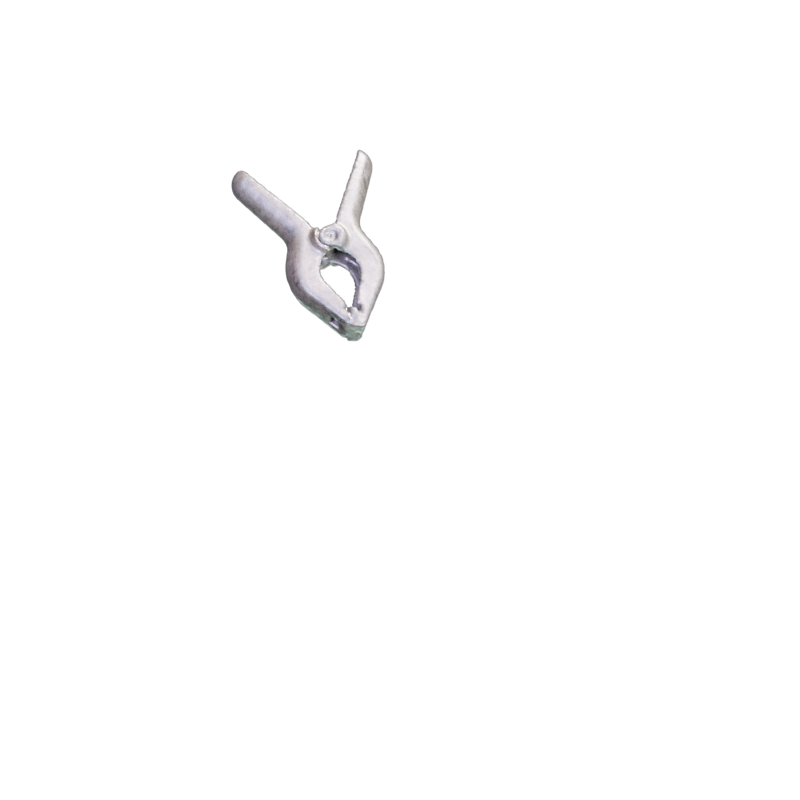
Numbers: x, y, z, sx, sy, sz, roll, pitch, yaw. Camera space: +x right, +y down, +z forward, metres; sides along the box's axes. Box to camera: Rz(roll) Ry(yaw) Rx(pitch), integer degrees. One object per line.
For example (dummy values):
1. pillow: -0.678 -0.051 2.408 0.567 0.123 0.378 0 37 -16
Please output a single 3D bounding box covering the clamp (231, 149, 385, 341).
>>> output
1. clamp: -0.070 -0.128 0.893 0.119 0.184 0.037 -8 -31 -5
